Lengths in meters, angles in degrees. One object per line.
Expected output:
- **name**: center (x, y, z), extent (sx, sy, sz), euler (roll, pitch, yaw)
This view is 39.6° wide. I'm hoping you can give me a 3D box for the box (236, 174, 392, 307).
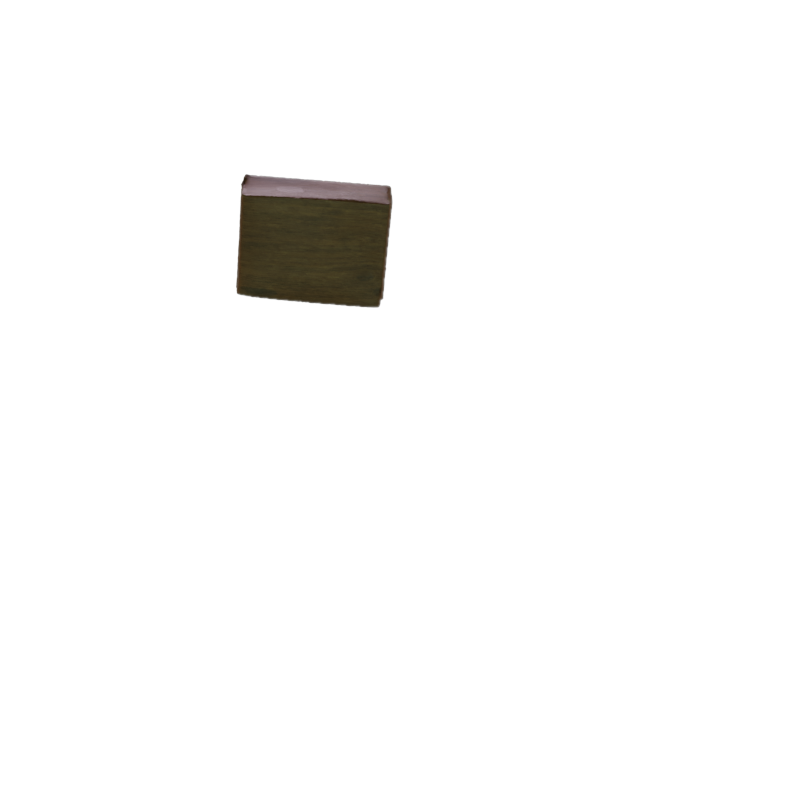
- **box**: center (-0.065, -0.119, 0.836), extent (0.113, 0.085, 0.041), euler (4, 29, -3)
